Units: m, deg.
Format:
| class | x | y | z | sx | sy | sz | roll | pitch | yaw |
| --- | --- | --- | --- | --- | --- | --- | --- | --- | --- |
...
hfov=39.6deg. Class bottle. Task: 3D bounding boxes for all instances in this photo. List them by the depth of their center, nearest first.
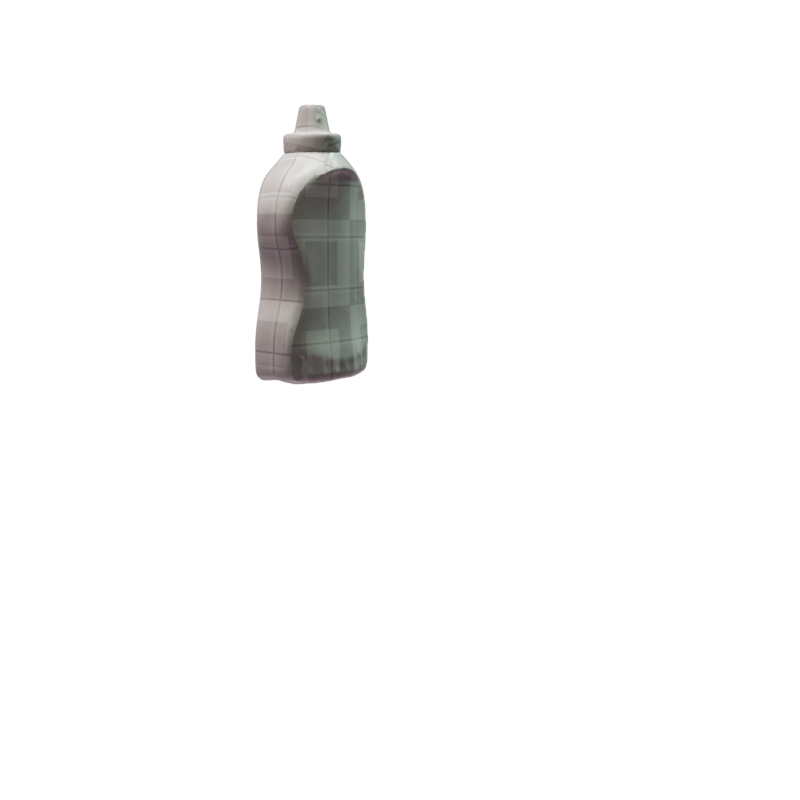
| class | x | y | z | sx | sy | sz | roll | pitch | yaw |
| --- | --- | --- | --- | --- | --- | --- | --- | --- | --- |
| bottle | -0.062 | -0.112 | 0.783 | 0.061 | 0.191 | 0.093 | 2 | 4 | 37 |
